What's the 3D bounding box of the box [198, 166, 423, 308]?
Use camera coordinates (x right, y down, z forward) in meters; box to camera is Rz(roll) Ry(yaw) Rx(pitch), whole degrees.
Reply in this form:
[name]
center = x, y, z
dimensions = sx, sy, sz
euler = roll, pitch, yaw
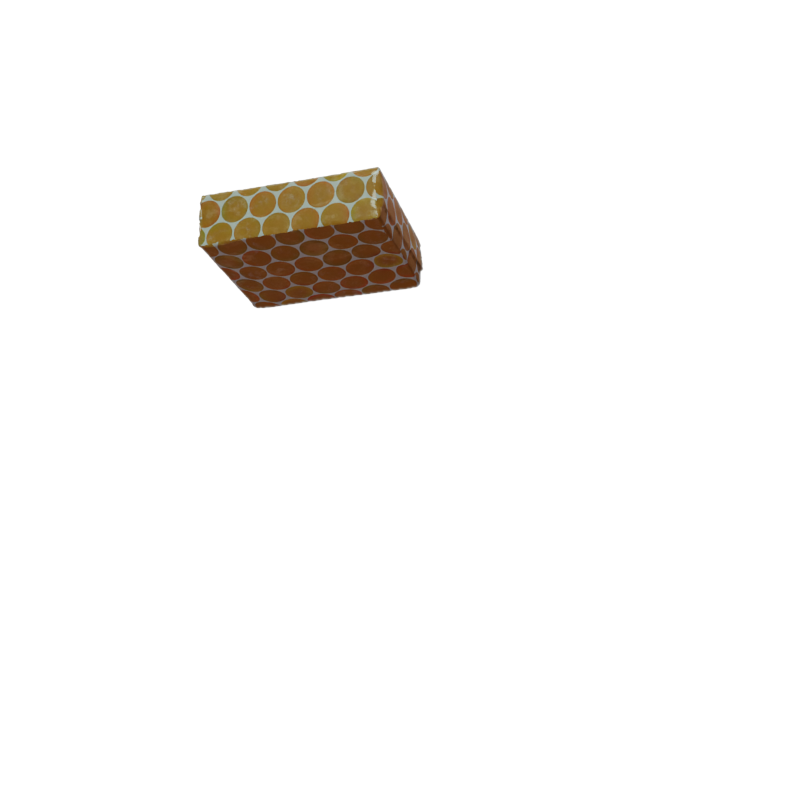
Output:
[box]
center = -0.052, -0.095, 0.663
dimensions = 0.115, 0.041, 0.083
euler = -8, -26, 16
